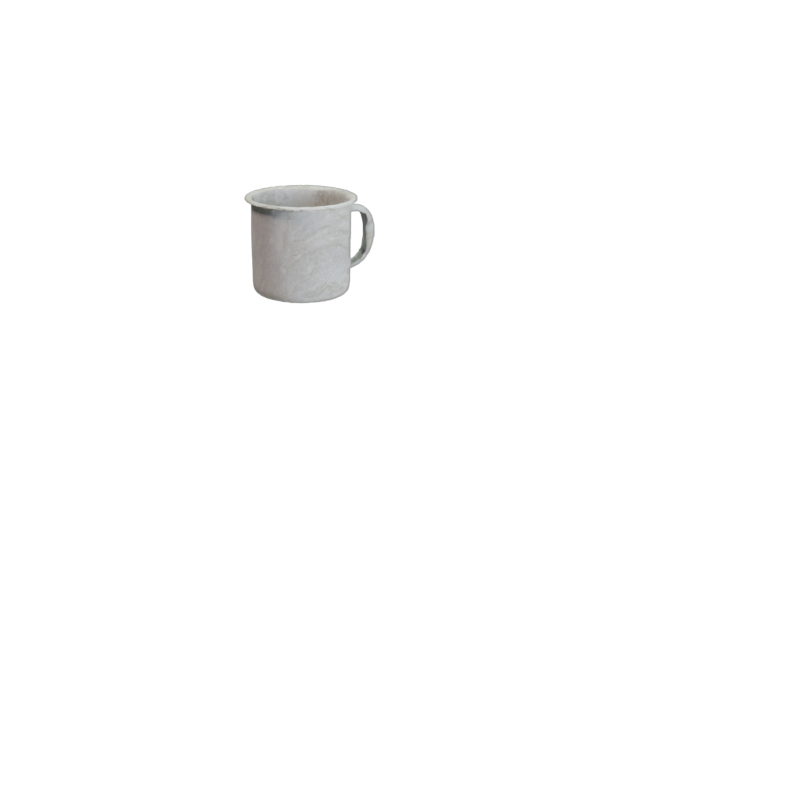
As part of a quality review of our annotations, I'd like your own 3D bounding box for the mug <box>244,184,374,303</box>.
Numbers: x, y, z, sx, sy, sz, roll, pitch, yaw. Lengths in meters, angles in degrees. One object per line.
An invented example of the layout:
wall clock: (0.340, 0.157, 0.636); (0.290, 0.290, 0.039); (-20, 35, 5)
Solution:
mug: (-0.072, -0.132, 0.924); (0.114, 0.078, 0.099); (-13, 23, -33)
